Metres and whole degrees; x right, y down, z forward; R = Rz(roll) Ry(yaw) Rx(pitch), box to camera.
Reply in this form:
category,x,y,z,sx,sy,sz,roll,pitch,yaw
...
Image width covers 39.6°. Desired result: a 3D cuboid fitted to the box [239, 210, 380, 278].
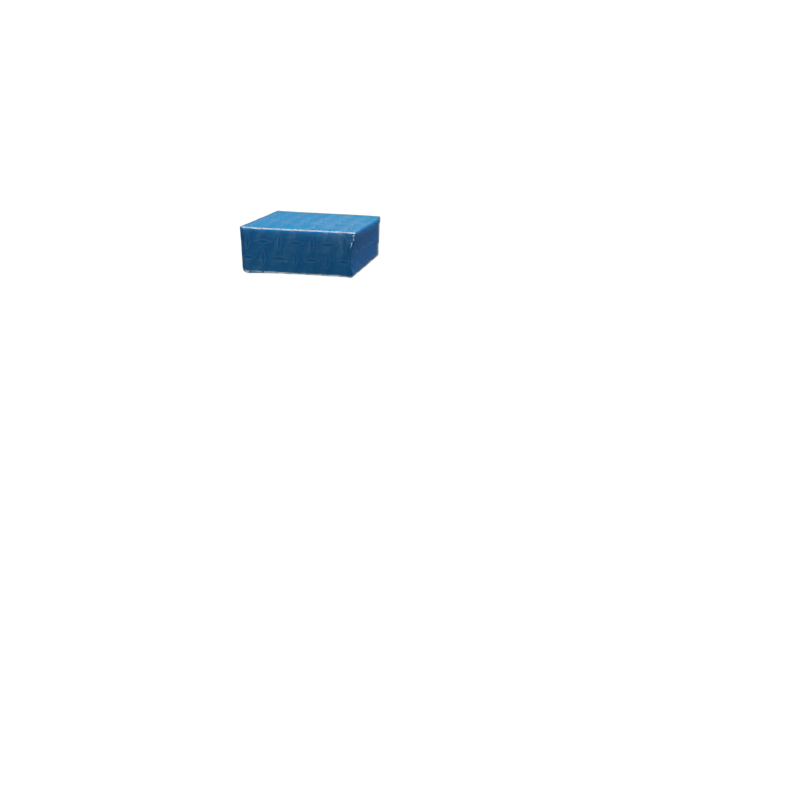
category,x,y,z,sx,sy,sz,roll,pitch,yaw
box,-0.069,-0.125,0.874,0.091,0.038,0.115,3,17,10
